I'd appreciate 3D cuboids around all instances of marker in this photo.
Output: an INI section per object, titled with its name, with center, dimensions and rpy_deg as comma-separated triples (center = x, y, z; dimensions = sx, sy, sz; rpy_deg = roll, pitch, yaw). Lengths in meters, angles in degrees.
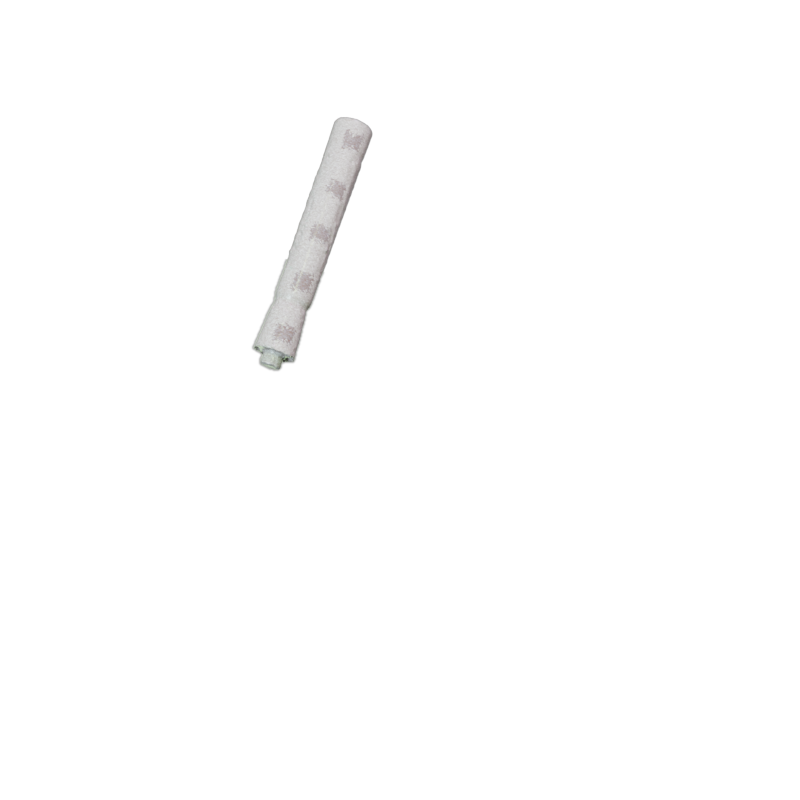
[marker]
center = -0.039, -0.071, 0.496
dimensions = 0.020, 0.125, 0.019
rpy_deg = 16, -19, 3
